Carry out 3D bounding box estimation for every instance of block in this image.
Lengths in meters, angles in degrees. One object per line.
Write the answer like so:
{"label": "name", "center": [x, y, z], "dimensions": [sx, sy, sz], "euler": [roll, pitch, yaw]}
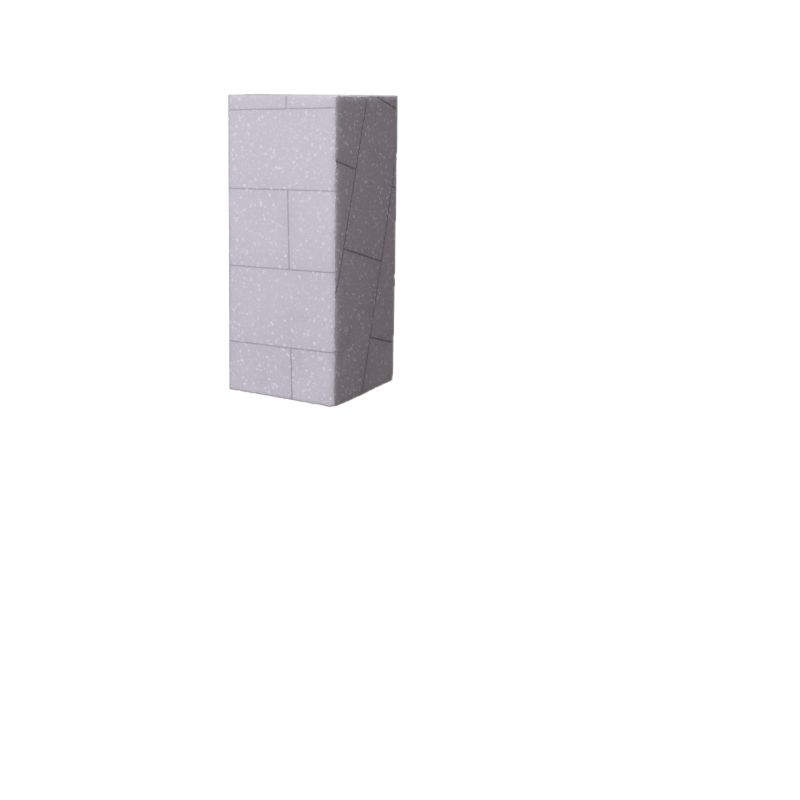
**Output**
{"label": "block", "center": [-0.061, -0.112, 0.781], "dimensions": [0.094, 0.202, 0.088], "euler": [6, 10, 30]}
